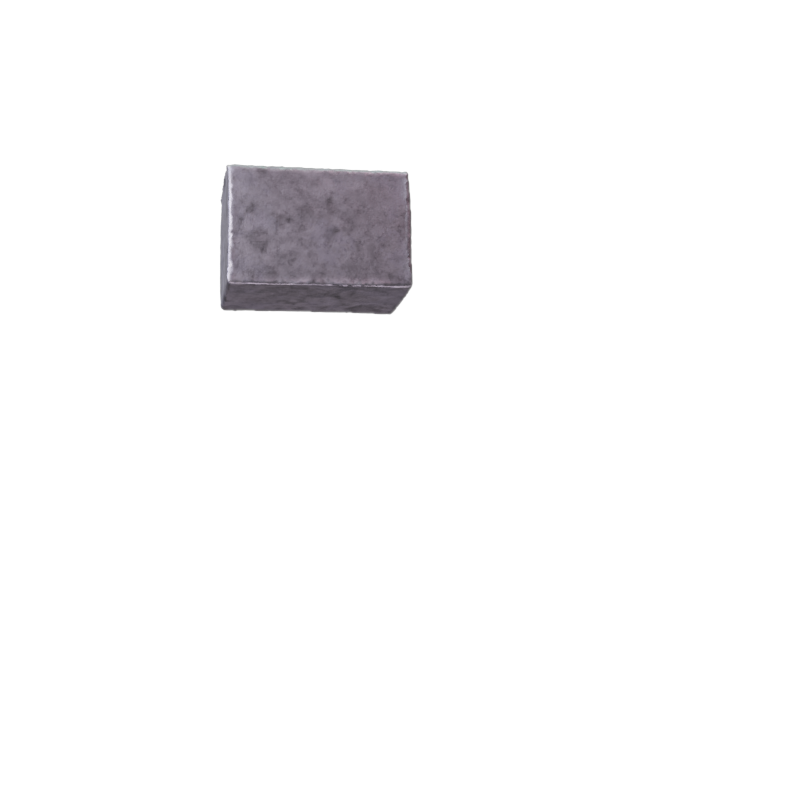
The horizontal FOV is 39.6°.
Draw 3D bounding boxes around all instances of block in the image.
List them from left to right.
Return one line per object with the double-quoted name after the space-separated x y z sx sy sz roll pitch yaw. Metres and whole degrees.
-0.037 -0.067 0.473 0.077 0.053 0.052 1 -12 -9 "block"
